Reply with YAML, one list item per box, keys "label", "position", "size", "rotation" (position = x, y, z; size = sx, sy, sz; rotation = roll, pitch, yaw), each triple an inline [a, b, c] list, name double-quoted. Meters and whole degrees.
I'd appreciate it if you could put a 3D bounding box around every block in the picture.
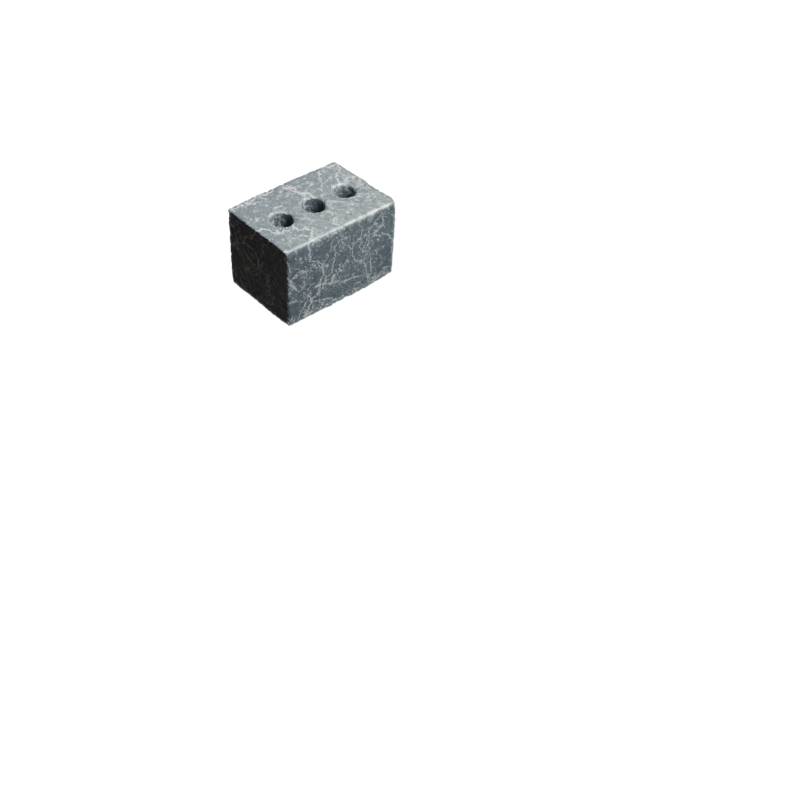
- label: "block"
  position: [-0.048, -0.087, 0.611]
  size: [0.078, 0.048, 0.056]
  rotation: [-30, 50, -31]
